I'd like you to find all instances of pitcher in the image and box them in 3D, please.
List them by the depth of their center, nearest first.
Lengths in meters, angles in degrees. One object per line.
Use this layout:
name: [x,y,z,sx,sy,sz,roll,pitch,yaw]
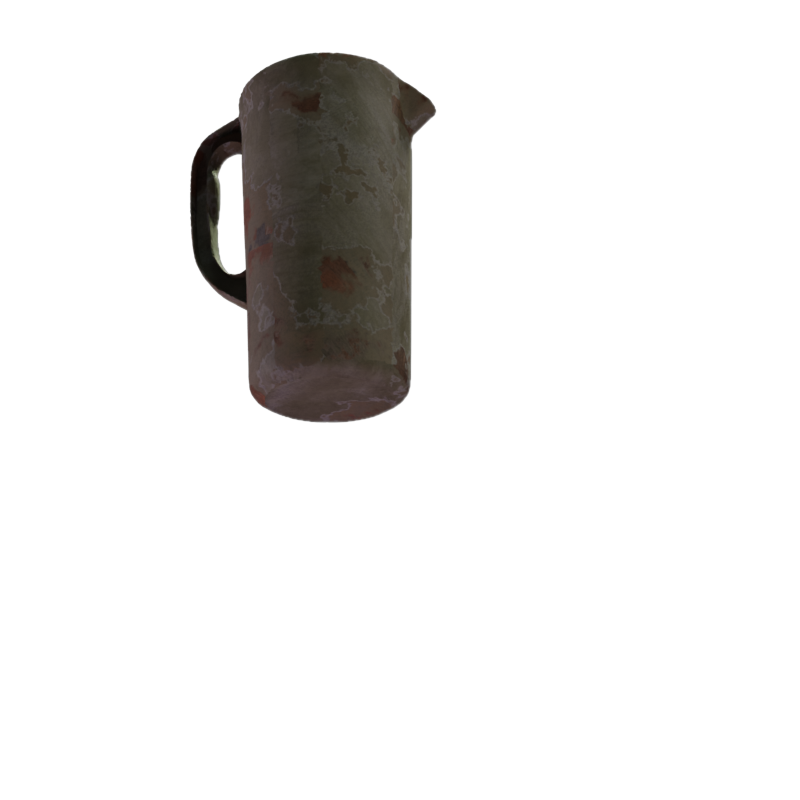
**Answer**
pitcher: [-0.062,-0.113,0.791,0.139,0.257,0.147,13,-29,-28]
